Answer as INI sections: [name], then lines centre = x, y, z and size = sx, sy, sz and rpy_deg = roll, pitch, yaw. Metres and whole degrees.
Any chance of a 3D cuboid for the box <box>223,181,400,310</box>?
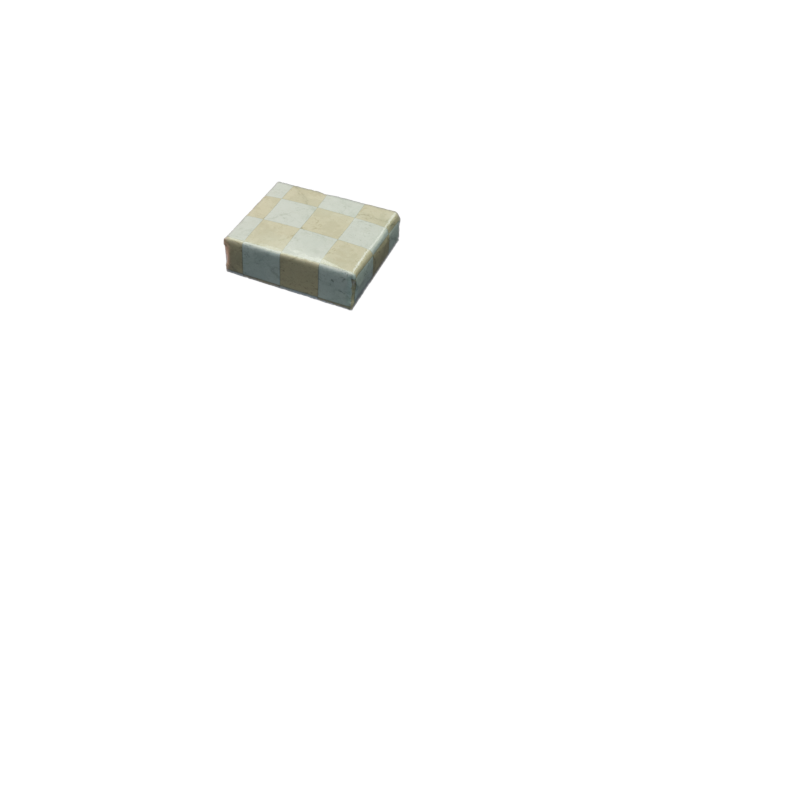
[box]
centre = -0.054, -0.099, 0.694
size = 0.092, 0.028, 0.076
rpy_deg = 17, 43, 18
